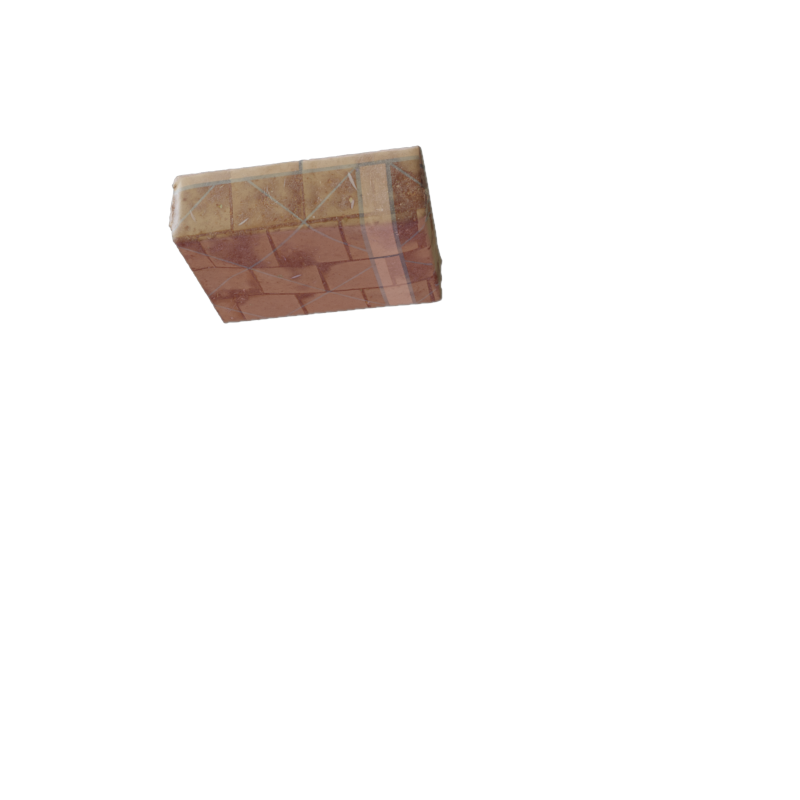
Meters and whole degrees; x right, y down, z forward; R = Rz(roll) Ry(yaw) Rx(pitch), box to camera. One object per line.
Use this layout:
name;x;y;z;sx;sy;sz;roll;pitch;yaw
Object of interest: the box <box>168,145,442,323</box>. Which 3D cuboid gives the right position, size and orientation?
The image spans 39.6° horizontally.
box;-0.040;-0.073;0.512;0.114;0.041;0.084;-3;-22;8
